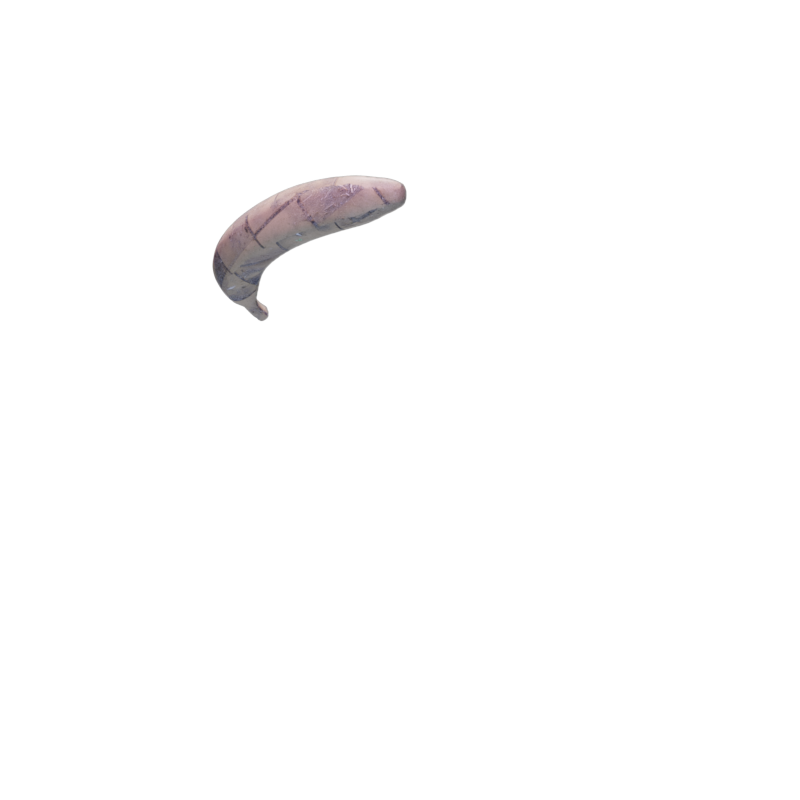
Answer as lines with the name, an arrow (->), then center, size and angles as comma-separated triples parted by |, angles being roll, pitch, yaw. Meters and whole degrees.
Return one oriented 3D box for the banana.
banana -> -0.076, -0.108, 0.737 | 0.066, 0.039, 0.196 | 13, -25, -31
